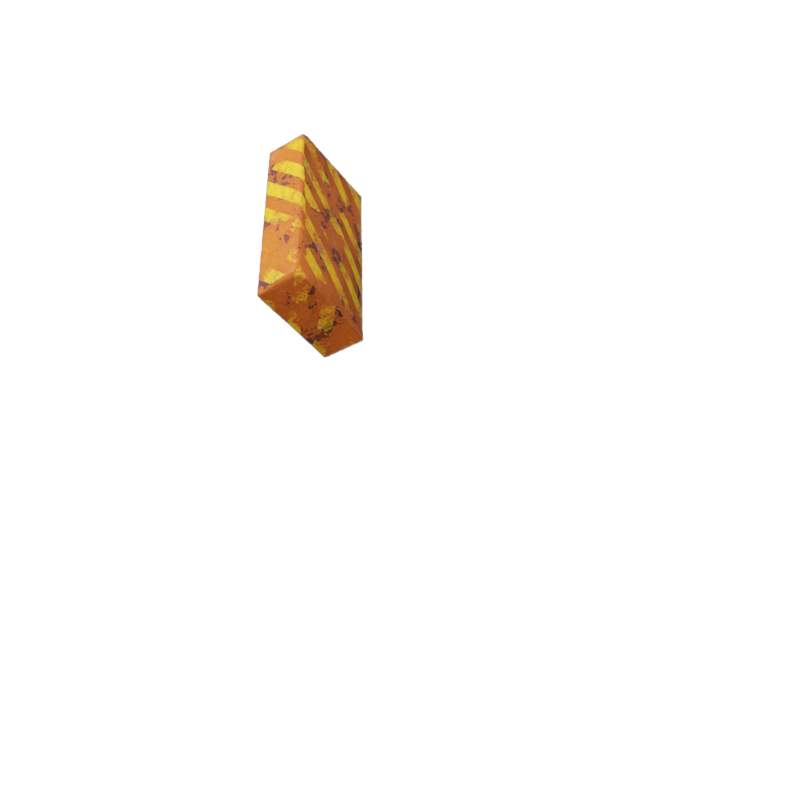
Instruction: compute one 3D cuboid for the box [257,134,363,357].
[{"bbox_3d":[-0.073,-0.132,0.929,0.048,0.189,0.087,-28,-50,22],"label":"box"}]
